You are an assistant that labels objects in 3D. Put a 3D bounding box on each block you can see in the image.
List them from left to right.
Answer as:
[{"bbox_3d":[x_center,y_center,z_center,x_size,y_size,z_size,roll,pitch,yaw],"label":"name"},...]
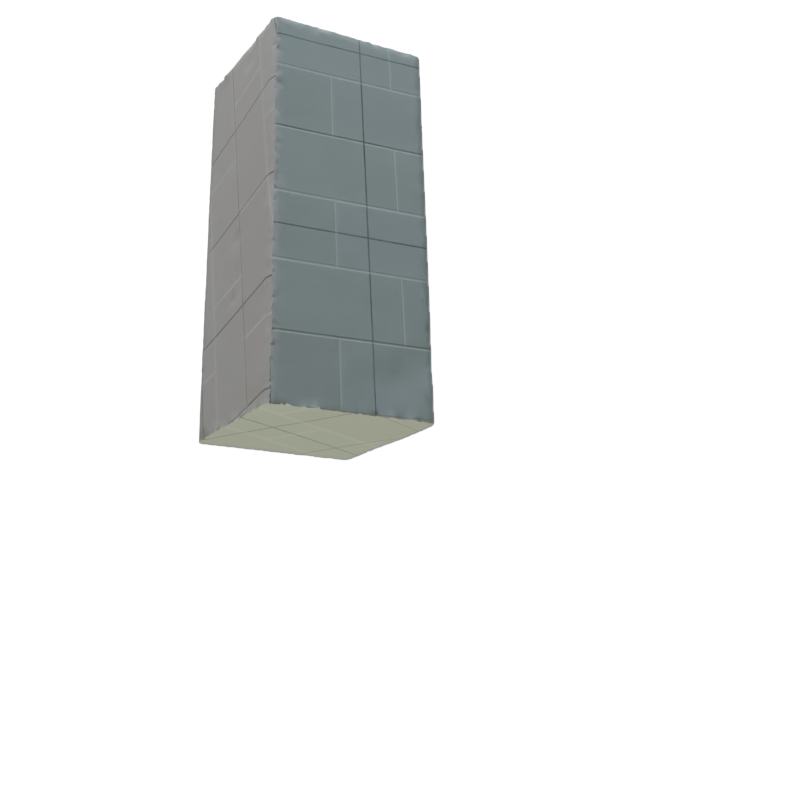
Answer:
[{"bbox_3d":[-0.046,-0.083,0.584,0.087,0.217,0.089,10,-24,-27],"label":"block"}]
